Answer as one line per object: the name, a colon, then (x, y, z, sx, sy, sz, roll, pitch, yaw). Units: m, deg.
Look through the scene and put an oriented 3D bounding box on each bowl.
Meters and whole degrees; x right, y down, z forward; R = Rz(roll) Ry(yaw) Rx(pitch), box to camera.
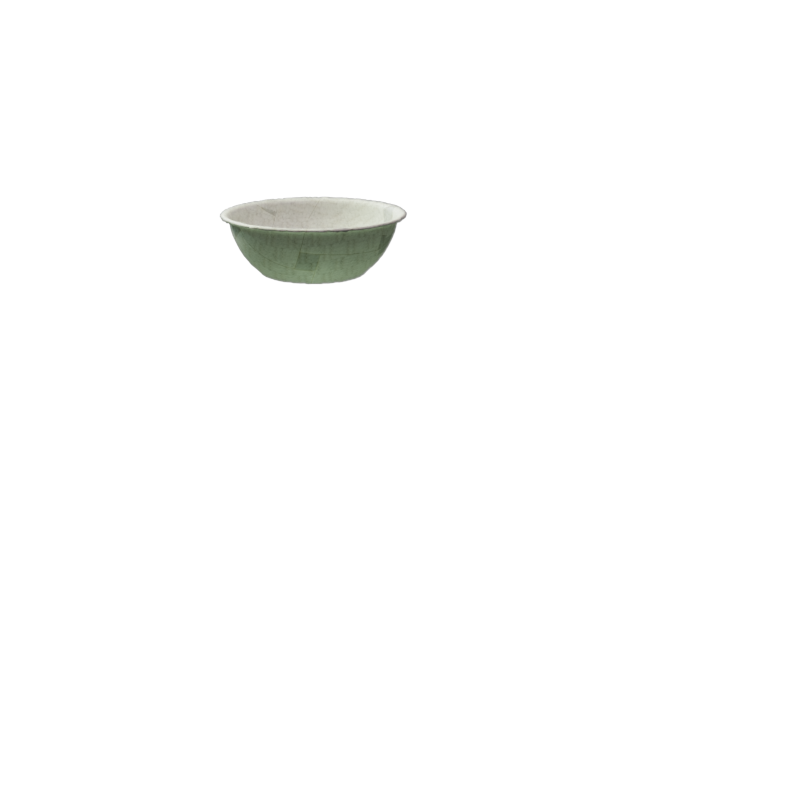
bowl: (-0.076, -0.138, 0.966, 0.162, 0.053, 0.168, -1, 18, -2)
